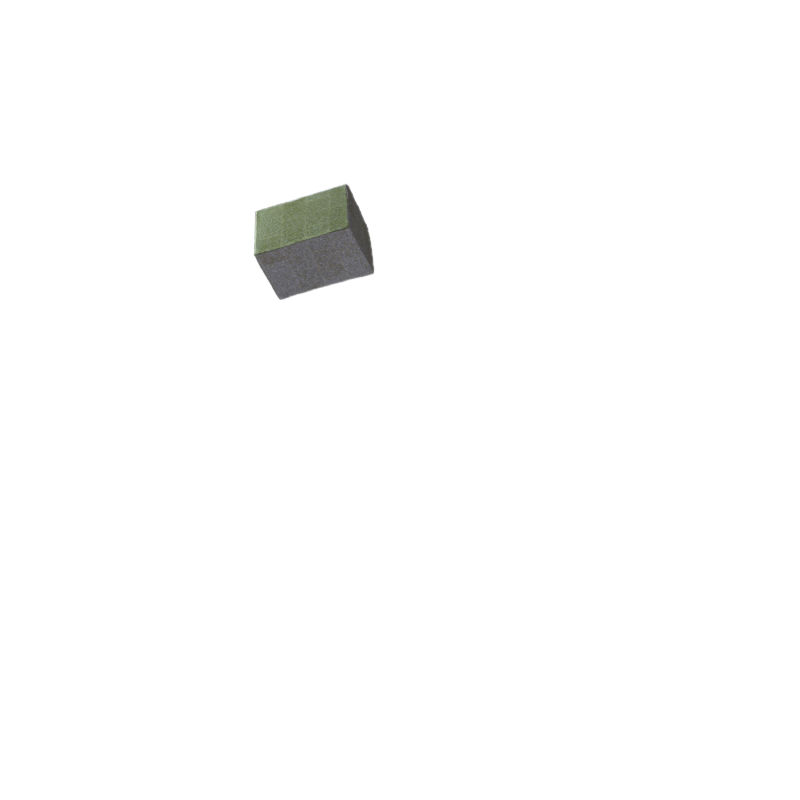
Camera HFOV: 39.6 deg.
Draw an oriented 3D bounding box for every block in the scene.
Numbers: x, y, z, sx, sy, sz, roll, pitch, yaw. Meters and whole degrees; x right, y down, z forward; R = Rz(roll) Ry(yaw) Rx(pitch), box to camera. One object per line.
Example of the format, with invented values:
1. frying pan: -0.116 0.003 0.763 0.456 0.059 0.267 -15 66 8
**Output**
1. block: -0.065 -0.119 0.832 0.079 0.055 0.049 -14 -44 13
